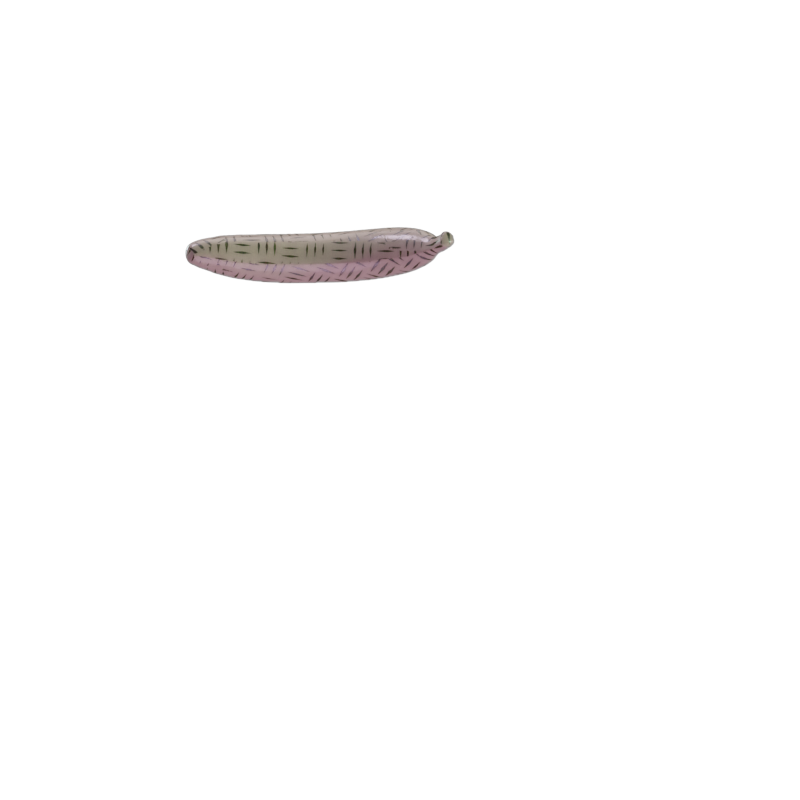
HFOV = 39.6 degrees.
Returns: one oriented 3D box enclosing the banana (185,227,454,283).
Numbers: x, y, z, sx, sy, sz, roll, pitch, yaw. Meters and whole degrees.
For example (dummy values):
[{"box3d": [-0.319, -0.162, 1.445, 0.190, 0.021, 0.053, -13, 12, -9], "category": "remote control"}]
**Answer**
[{"box3d": [-0.057, -0.111, 0.825, 0.200, 0.038, 0.066, -3, -17, 11], "category": "banana"}]
